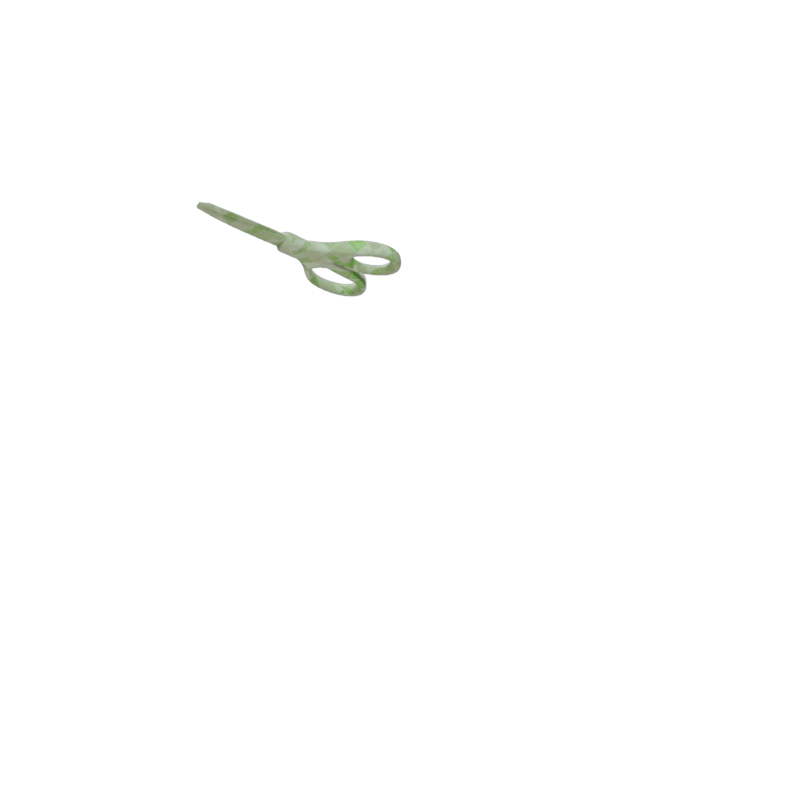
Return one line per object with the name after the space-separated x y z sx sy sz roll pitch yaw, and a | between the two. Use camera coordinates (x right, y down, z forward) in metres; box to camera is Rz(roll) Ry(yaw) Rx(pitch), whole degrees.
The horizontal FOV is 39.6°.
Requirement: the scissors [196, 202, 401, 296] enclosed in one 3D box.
-0.073 -0.133 0.930 0.098 0.017 0.188 -12 -24 27 | scissors
